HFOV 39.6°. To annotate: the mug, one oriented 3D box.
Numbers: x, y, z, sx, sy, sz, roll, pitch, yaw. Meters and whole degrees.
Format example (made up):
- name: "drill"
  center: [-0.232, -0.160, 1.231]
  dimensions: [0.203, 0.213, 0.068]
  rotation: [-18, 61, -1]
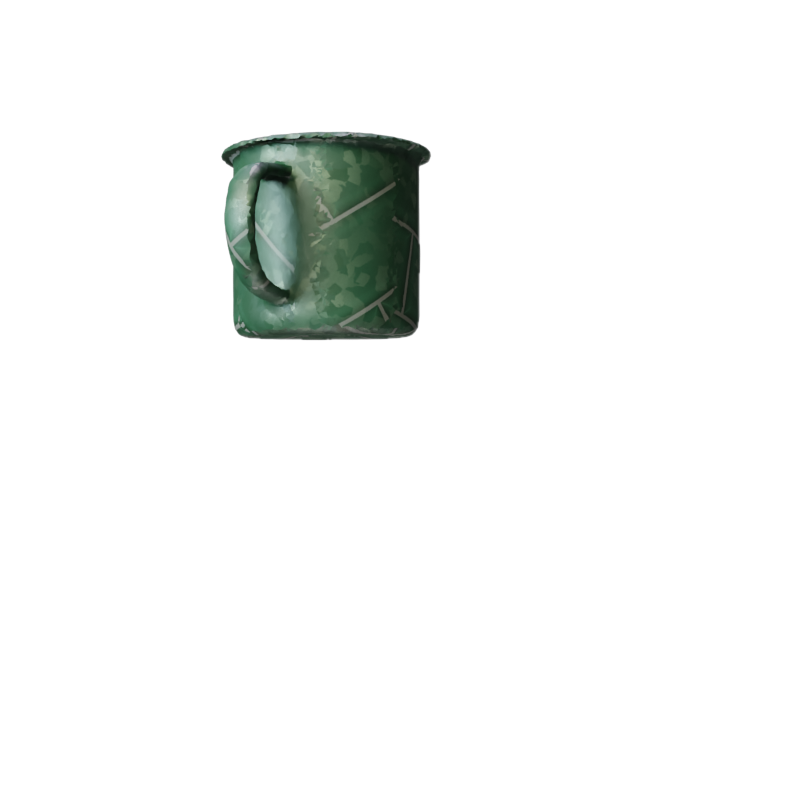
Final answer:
- name: "mug"
  center: [-0.037, -0.068, 0.478]
  dimensions: [0.096, 0.083, 0.113]
  rotation: [-1, -2, 25]
